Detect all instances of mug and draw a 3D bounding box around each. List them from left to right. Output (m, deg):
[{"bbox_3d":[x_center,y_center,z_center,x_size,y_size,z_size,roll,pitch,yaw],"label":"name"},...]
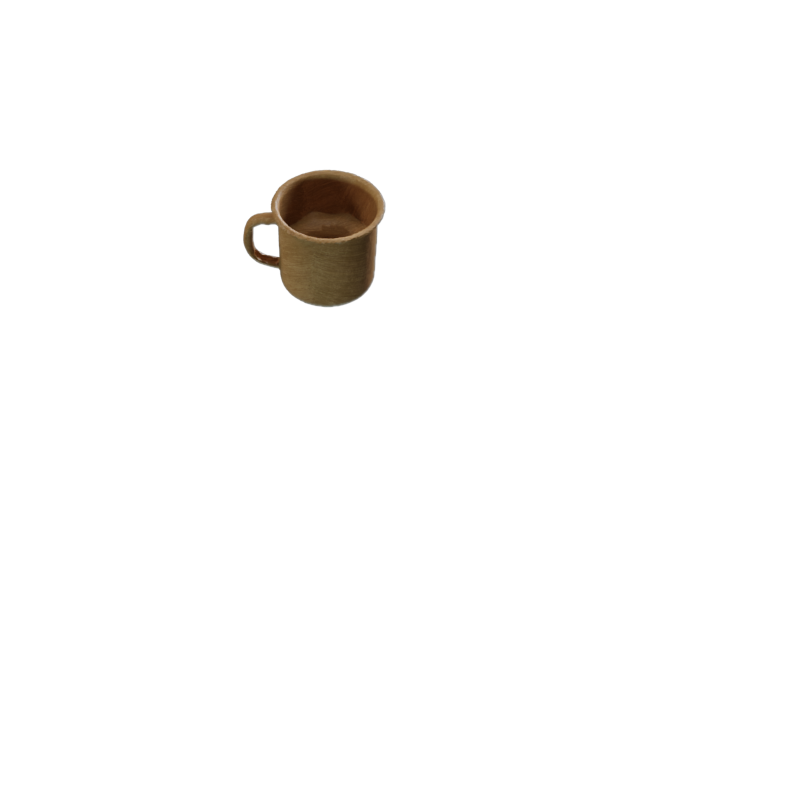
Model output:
[{"bbox_3d":[-0.072,-0.132,0.925,0.117,0.100,0.076,-1,-44,-2],"label":"mug"}]
